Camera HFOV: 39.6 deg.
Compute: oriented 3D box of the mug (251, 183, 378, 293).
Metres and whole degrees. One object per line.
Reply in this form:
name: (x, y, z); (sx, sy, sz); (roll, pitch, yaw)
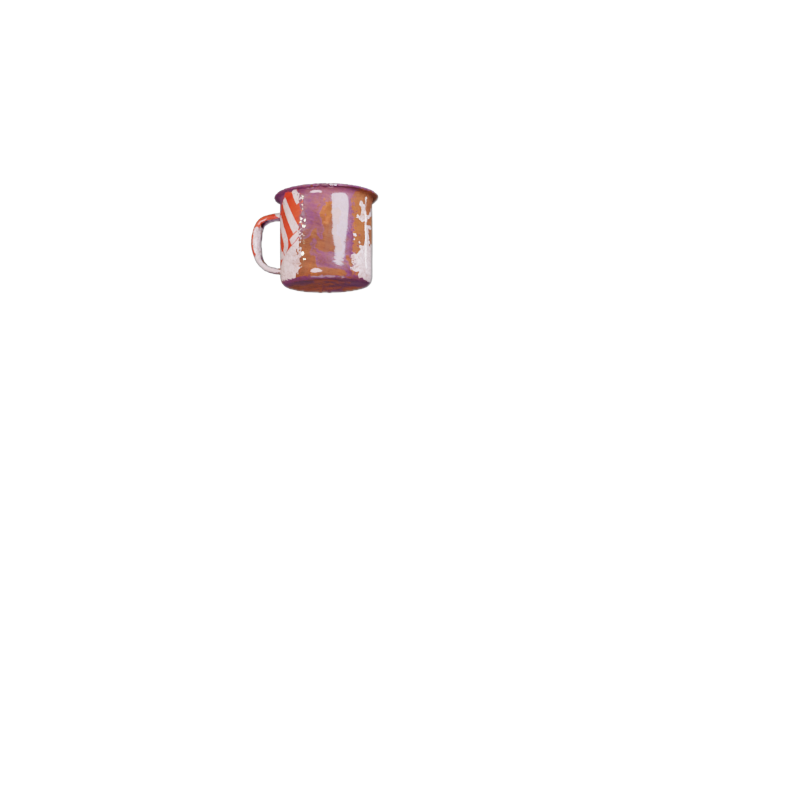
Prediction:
mug: (-0.077, -0.141, 0.985); (0.119, 0.084, 0.089); (-2, -8, 14)
